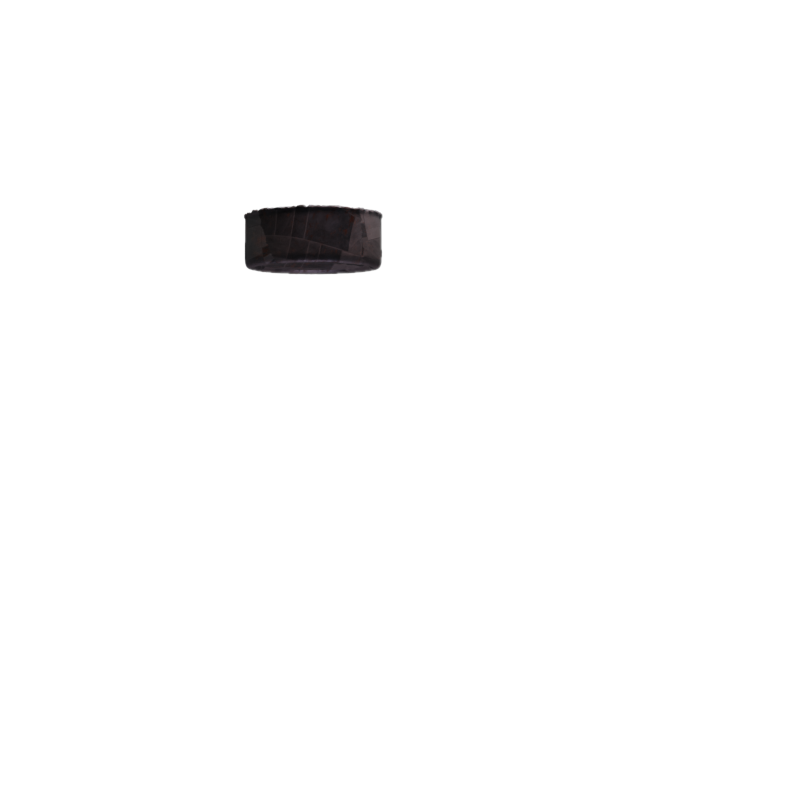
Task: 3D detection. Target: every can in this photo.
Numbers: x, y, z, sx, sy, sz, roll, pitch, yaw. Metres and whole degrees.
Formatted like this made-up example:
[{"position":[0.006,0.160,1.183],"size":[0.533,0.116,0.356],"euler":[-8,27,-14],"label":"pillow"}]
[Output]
[{"position":[-0.053,-0.098,0.683],"size":[0.086,0.034,0.085],"euler":[0,0,-2],"label":"can"}]
